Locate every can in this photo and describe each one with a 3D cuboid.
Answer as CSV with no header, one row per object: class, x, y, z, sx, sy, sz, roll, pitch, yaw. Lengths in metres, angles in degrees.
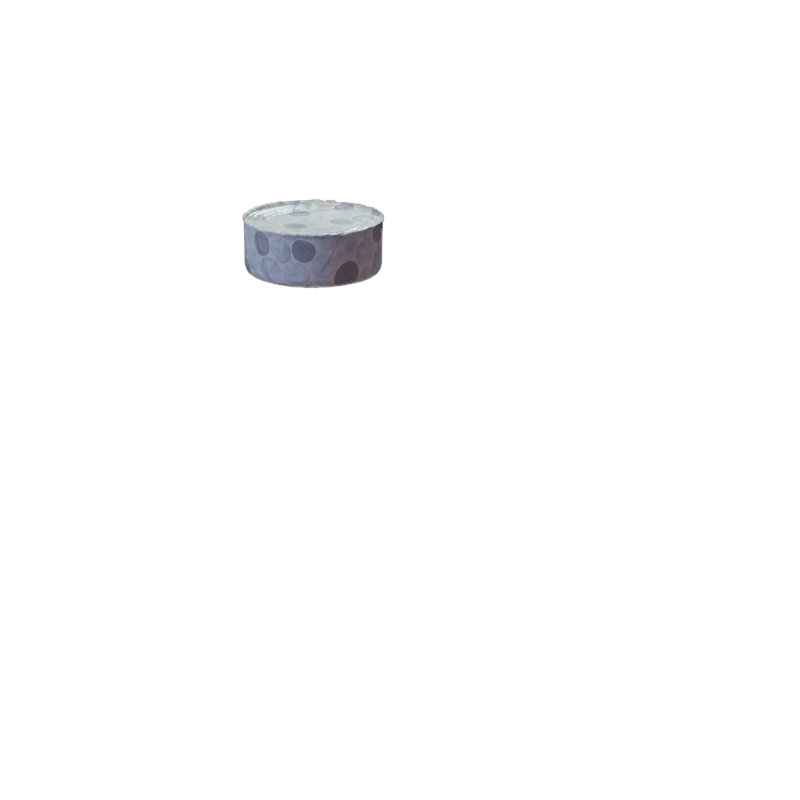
can,-0.053,-0.096,0.675,0.086,0.032,0.090,-1,22,-2
